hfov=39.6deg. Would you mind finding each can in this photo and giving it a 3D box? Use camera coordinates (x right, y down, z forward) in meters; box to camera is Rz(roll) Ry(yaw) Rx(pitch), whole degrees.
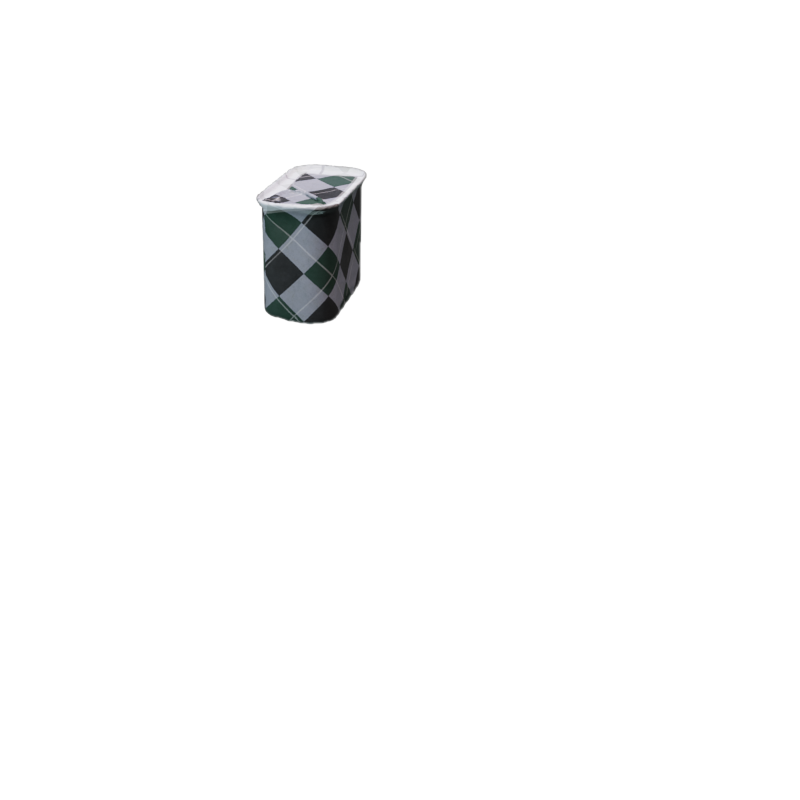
[{"bbox_3d":[-0.060,-0.110,0.769,0.059,0.080,0.105,6,24,12],"label":"can"}]
